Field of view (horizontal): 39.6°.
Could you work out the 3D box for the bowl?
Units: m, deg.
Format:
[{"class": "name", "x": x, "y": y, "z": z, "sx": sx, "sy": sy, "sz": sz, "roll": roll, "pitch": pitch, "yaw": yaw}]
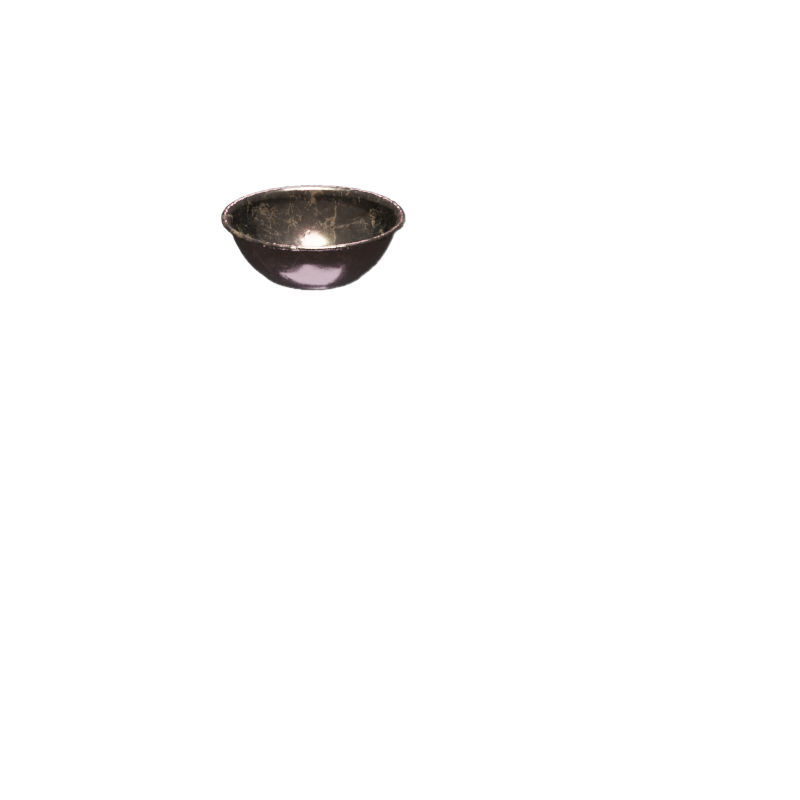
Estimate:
[{"class": "bowl", "x": -0.077, "y": -0.140, "z": 0.978, "sx": 0.162, "sy": 0.052, "sz": 0.171, "roll": -1, "pitch": 28, "yaw": -2}]
